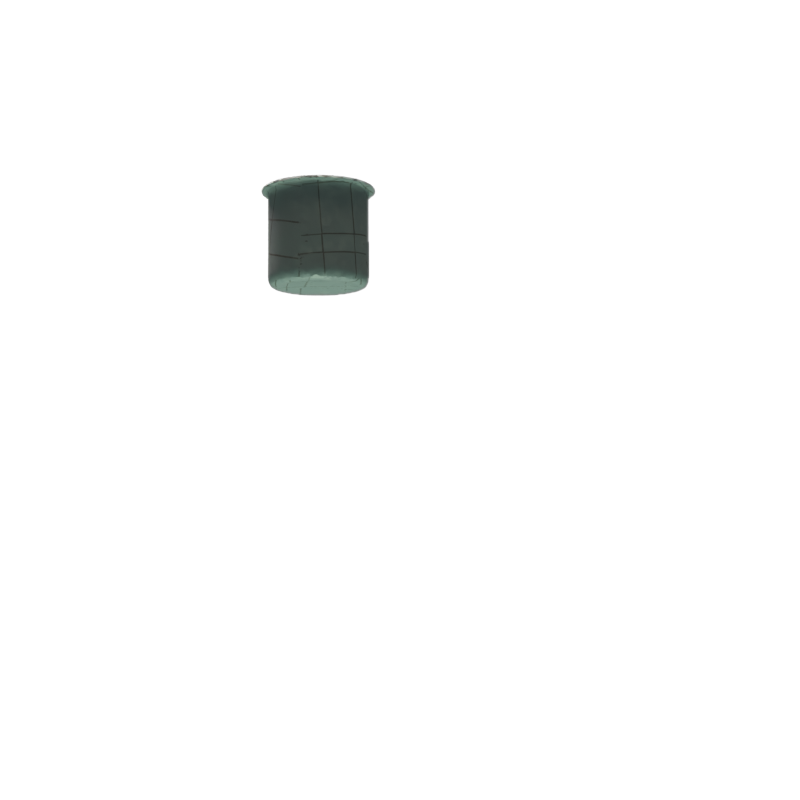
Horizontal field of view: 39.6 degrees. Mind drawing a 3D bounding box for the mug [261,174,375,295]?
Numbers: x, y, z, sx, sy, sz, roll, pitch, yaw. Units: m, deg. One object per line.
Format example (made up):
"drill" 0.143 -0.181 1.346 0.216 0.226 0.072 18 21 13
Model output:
"mug" -0.071 -0.130 0.909 0.090 0.084 0.118 3 -8 -23
